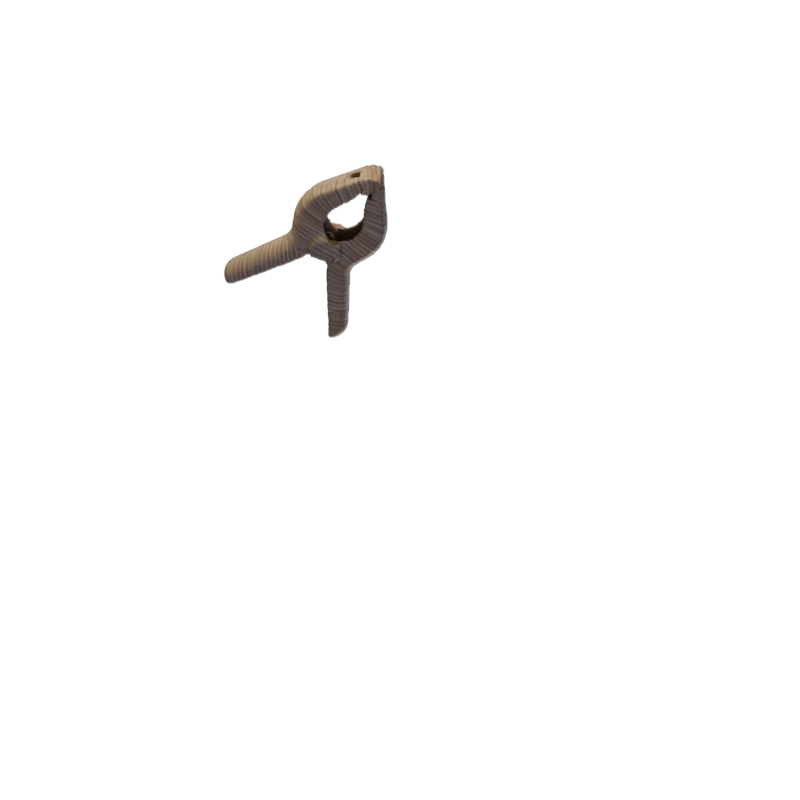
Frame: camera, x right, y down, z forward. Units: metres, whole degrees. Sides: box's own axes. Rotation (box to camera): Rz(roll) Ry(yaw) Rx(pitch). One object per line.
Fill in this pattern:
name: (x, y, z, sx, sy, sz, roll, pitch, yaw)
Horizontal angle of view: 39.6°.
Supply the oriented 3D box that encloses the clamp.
clamp: (-0.074, -0.135, 0.944, 0.117, 0.165, 0.042, 19, 33, -14)
